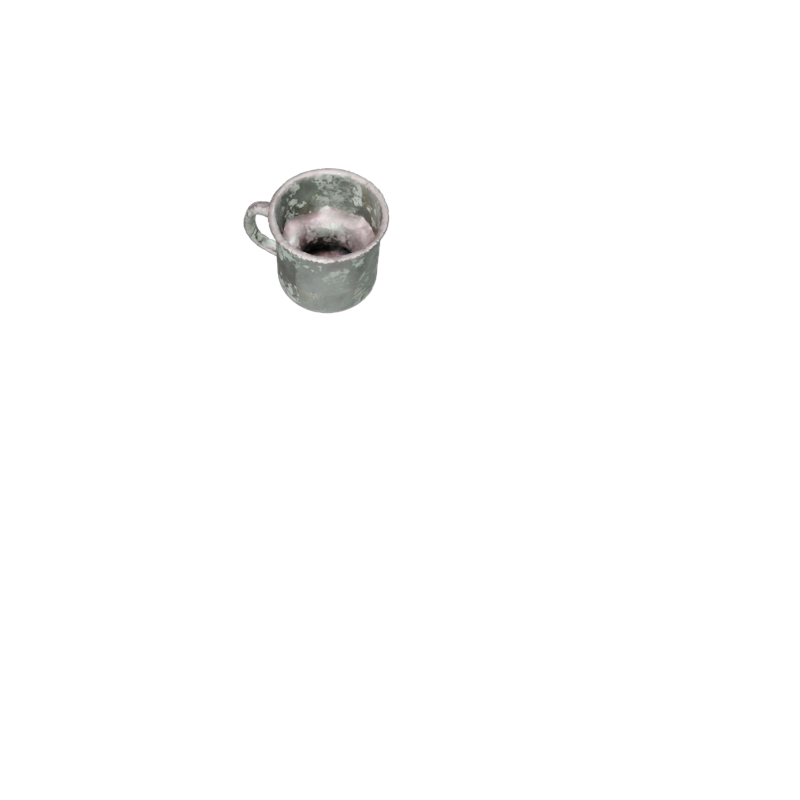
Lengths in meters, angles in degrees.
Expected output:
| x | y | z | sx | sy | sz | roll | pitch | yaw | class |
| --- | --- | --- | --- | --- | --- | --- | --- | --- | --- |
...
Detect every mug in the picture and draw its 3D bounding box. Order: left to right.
| x | y | z | sx | sy | sz | roll | pitch | yaw | class |
| --- | --- | --- | --- | --- | --- | --- | --- | --- | --- |
| -0.069 | -0.125 | 0.879 | 0.119 | 0.098 | 0.076 | 14 | -33 | 8 | mug |
